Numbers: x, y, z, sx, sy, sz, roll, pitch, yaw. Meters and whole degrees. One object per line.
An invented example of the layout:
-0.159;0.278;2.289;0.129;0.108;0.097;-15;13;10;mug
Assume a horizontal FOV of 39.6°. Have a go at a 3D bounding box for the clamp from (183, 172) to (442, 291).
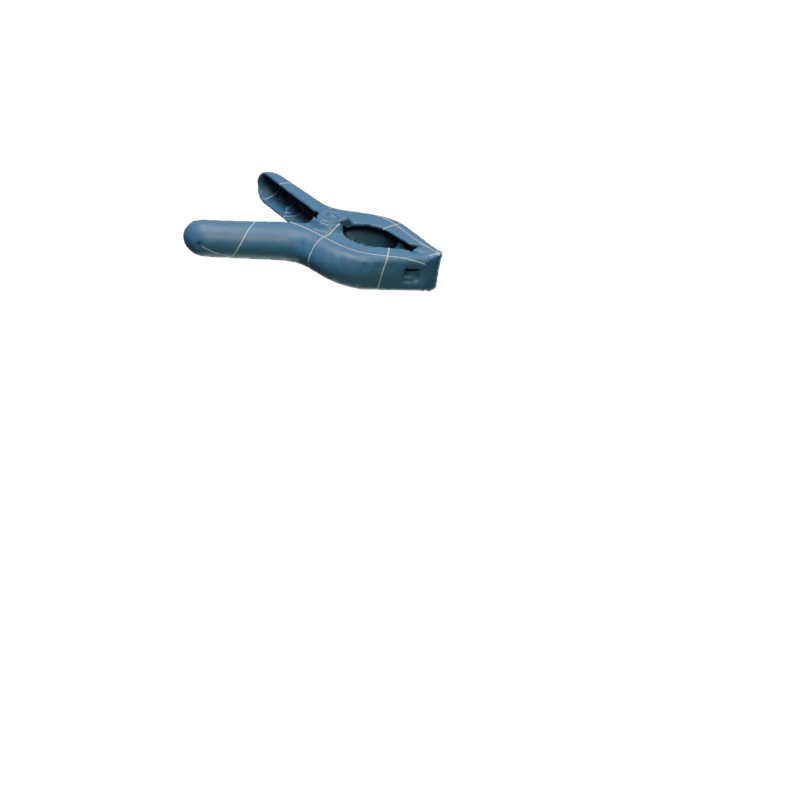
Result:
-0.060;-0.109;0.762;0.180;0.037;0.122;22;41;26;clamp
